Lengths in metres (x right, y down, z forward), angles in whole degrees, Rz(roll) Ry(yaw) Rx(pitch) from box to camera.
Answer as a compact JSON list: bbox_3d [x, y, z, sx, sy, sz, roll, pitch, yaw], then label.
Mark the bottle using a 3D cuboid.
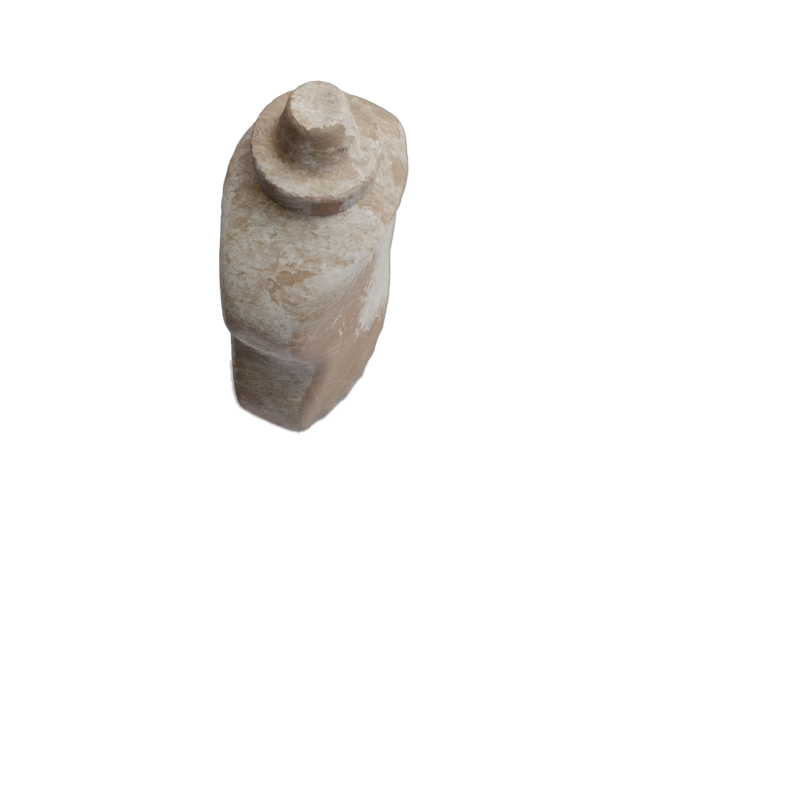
[{"bbox_3d":[-0.031,-0.058,0.408,0.059,0.099,0.183,24,-19,4],"label":"bottle"}]
